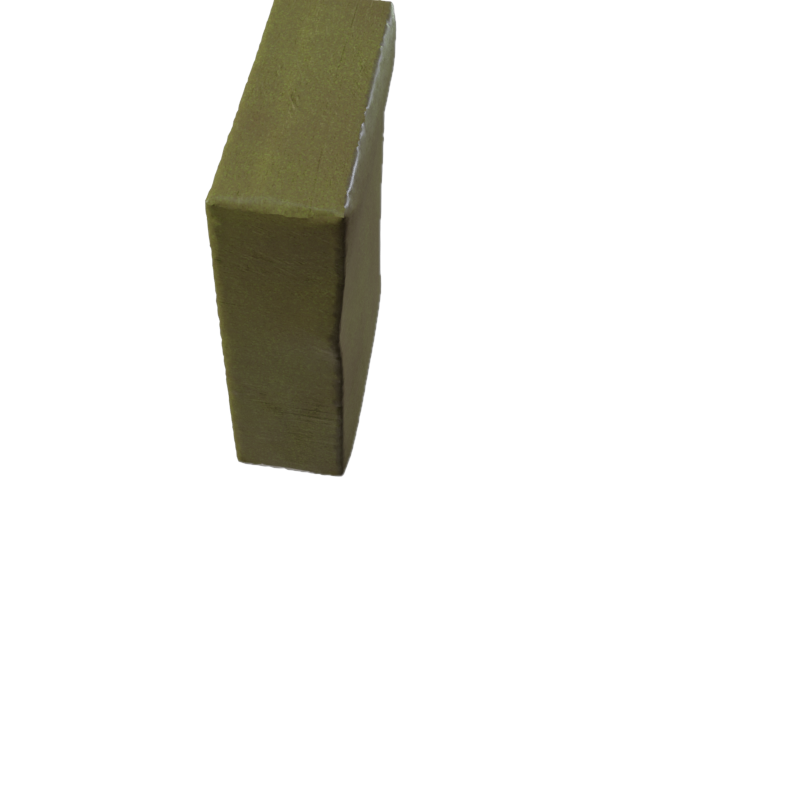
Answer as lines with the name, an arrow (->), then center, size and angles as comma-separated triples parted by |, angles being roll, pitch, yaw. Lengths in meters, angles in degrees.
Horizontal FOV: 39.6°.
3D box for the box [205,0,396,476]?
box -> -0.047, -0.086, 0.601 | 0.072, 0.175, 0.199 | 7, -38, 2
